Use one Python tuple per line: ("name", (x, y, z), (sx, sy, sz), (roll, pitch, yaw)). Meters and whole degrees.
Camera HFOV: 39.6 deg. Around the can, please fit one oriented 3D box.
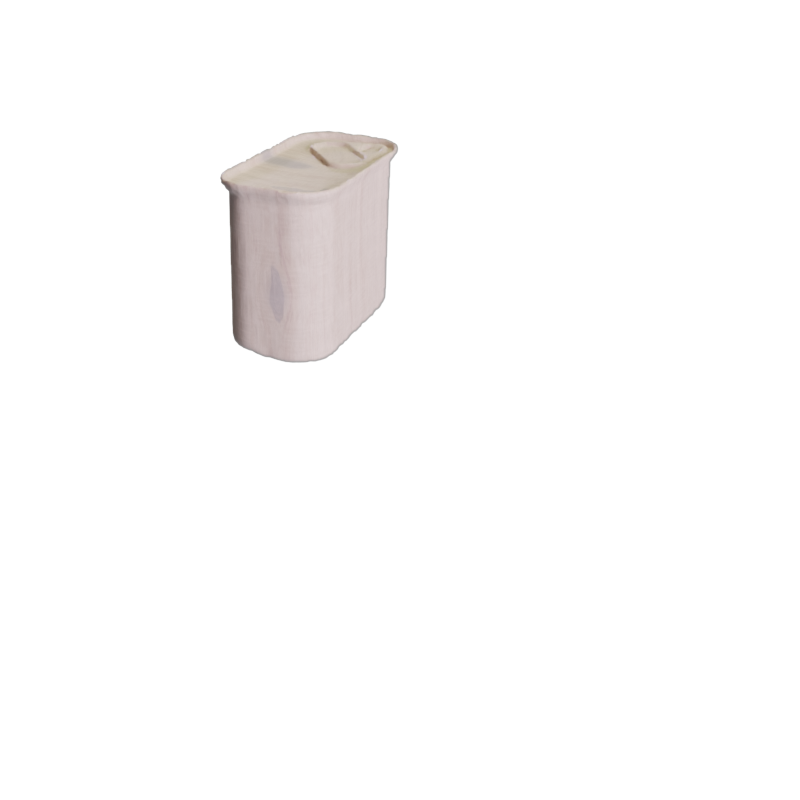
("can", (-0.042, -0.077, 0.536), (0.059, 0.080, 0.104), (10, 27, 20))
